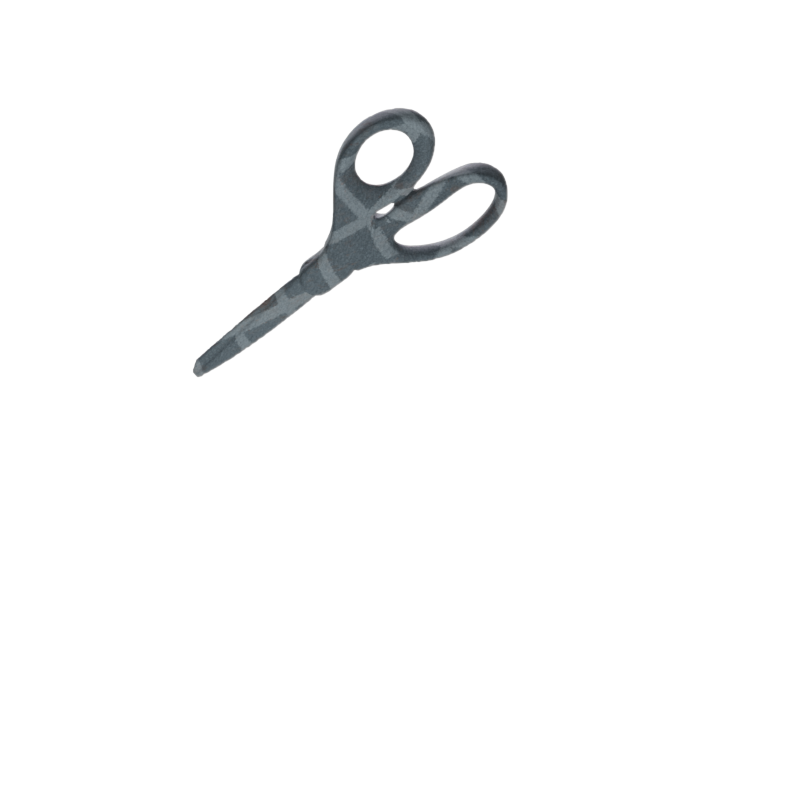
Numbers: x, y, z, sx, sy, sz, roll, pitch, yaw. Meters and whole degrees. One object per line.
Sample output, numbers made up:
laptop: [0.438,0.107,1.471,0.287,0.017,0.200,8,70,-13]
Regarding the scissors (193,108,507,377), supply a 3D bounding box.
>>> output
scissors: [-0.045,-0.081,0.570,0.202,0.090,0.017,-22,33,15]
